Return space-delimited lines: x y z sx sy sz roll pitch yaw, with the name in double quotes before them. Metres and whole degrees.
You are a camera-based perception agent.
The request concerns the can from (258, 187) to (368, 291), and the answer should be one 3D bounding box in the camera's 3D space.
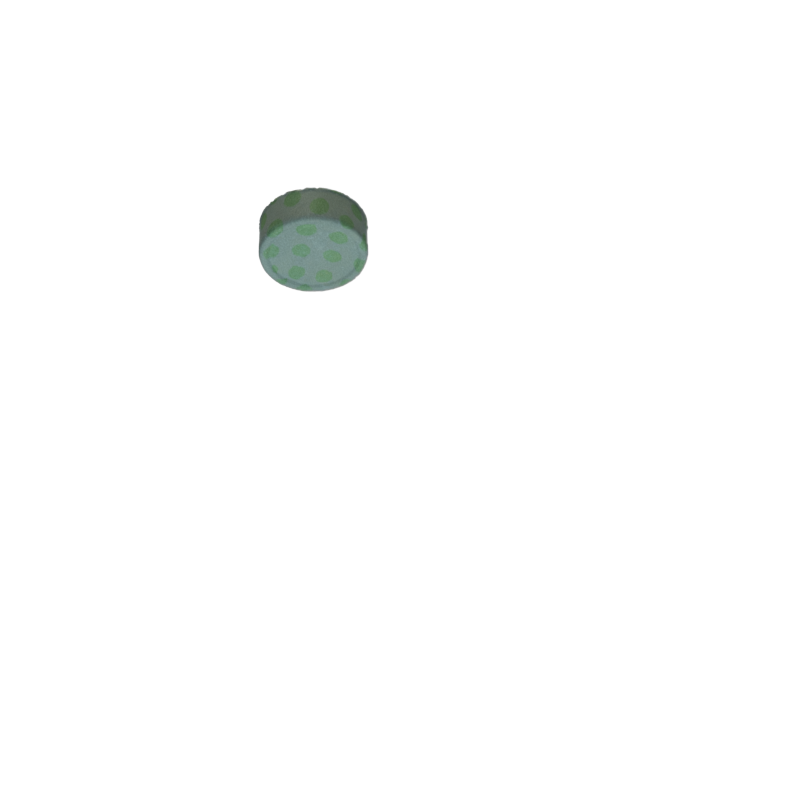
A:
"can" -0.067 -0.123 0.859 0.086 0.036 0.080 1 -39 -2
